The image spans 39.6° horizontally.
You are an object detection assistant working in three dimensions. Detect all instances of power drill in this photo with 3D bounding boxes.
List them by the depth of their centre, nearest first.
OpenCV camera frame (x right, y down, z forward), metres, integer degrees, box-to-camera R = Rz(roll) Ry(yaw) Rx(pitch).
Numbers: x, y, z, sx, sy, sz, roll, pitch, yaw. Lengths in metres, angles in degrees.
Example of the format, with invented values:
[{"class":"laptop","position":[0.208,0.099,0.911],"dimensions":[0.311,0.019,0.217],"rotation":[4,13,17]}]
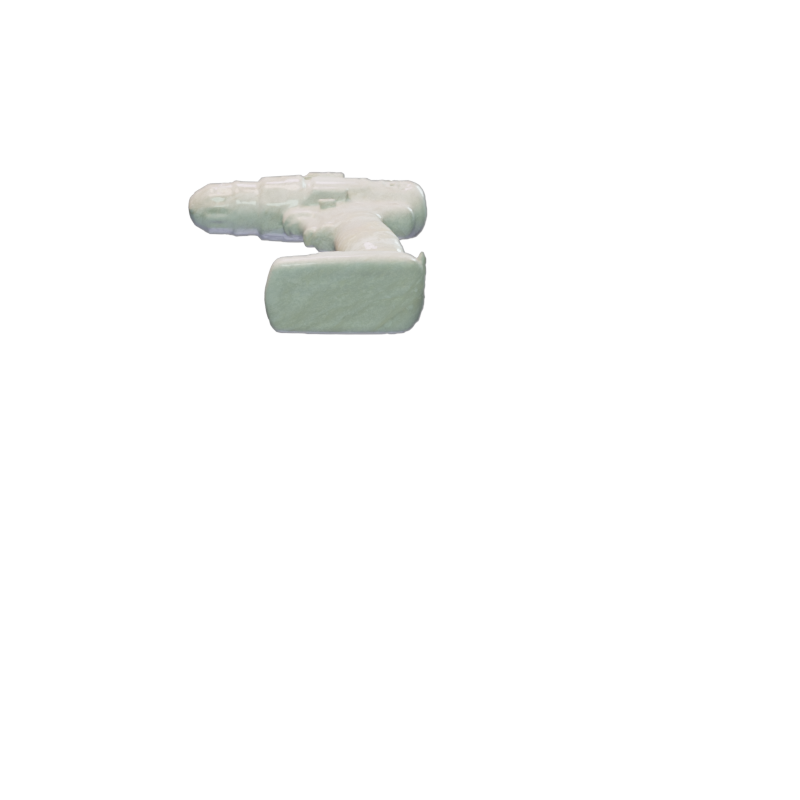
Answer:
[{"class":"power drill","position":[-0.062,-0.114,0.798],"dimensions":[0.183,0.054,0.200],"rotation":[-3,31,-5]}]
